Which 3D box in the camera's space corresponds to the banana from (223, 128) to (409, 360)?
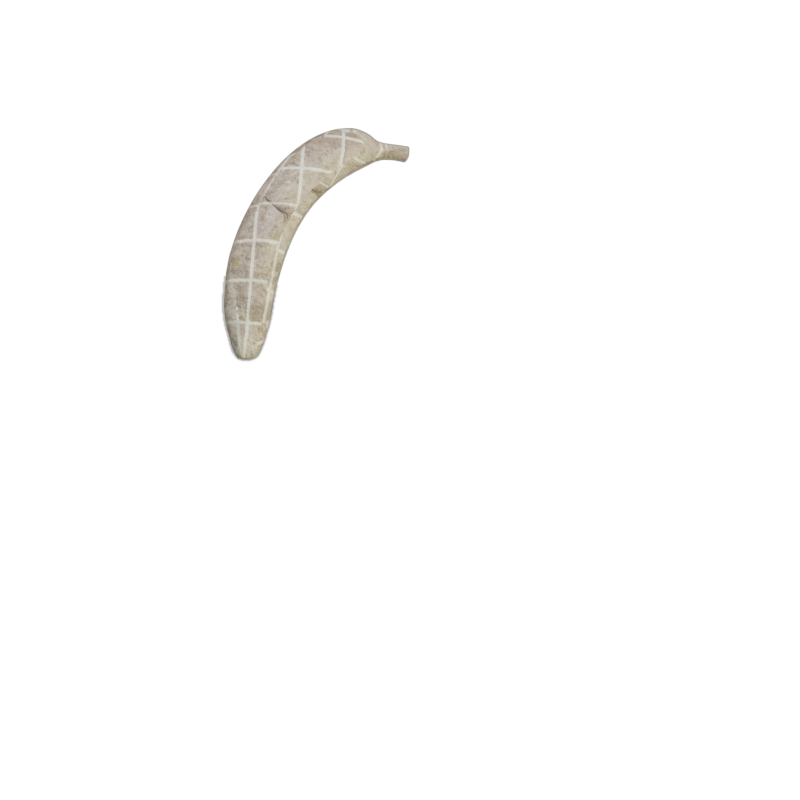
[{"bbox_3d":[-0.073,-0.122,0.764,0.071,0.202,0.035,32,-17,10],"label":"banana"}]
